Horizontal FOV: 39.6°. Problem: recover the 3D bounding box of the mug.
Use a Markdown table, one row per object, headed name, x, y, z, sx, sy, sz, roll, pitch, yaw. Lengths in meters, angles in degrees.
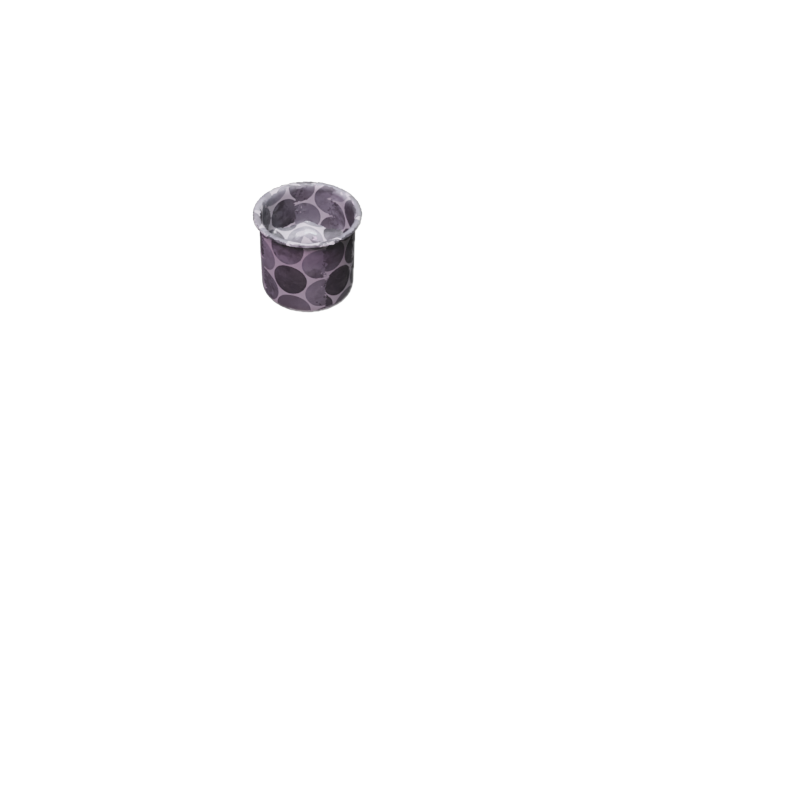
| name | x | y | z | sx | sy | sz | roll | pitch | yaw |
| --- | --- | --- | --- | --- | --- | --- | --- | --- | --- |
| mug | -0.076 | -0.139 | 0.975 | 0.096 | 0.076 | 0.122 | 16 | 45 | 15 |
